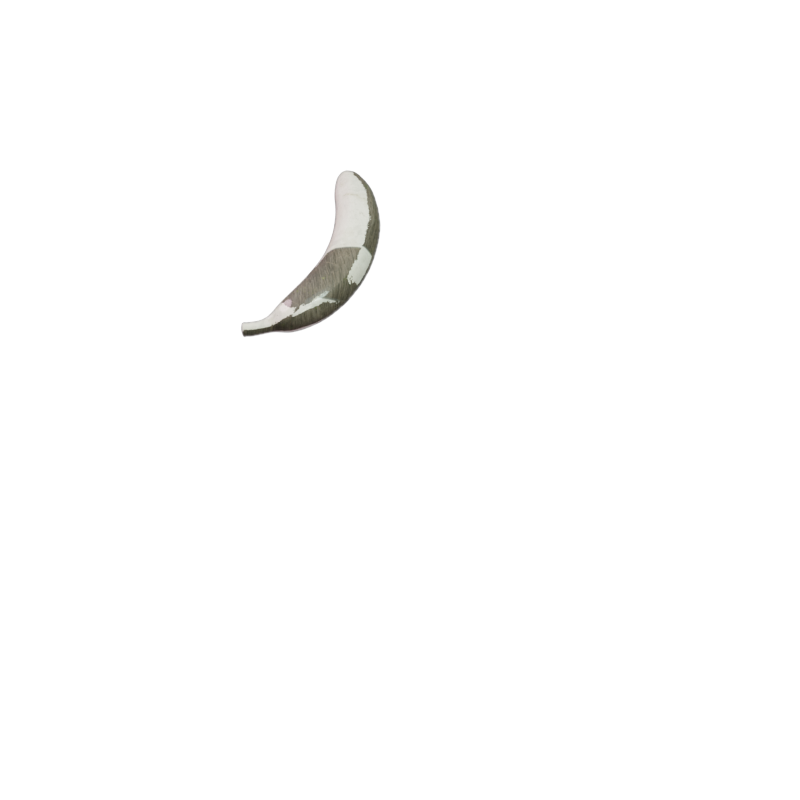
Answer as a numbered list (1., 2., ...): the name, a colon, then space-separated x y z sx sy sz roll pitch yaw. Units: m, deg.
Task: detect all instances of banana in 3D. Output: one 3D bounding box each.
1. banana: -0.054 -0.118 0.880 0.072 0.206 0.034 16 -40 14
